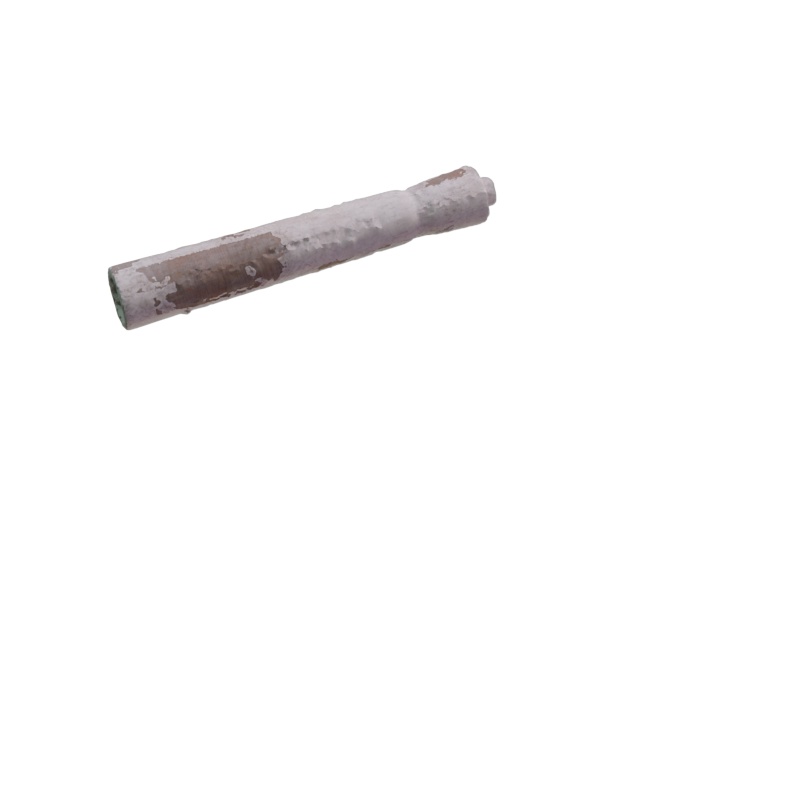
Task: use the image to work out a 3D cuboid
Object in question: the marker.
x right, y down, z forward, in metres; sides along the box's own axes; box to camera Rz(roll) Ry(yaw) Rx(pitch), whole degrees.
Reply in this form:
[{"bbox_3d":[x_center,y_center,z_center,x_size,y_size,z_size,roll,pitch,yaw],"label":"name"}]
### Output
[{"bbox_3d":[-0.026,-0.047,0.329,0.120,0.019,0.020,-19,10,-17],"label":"marker"}]
